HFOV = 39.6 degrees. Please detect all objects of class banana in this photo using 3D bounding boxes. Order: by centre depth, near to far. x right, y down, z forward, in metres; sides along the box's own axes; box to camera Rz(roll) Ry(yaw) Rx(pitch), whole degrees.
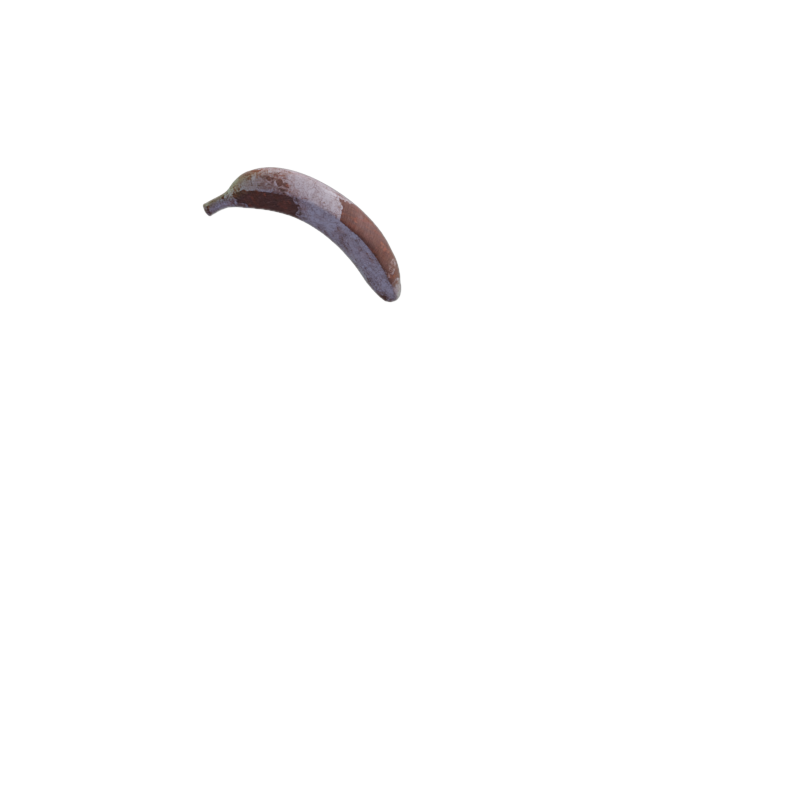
[{"bbox_3d":[-0.068,-0.151,0.956,0.190,0.068,0.039,26,34,-19],"label":"banana"}]
